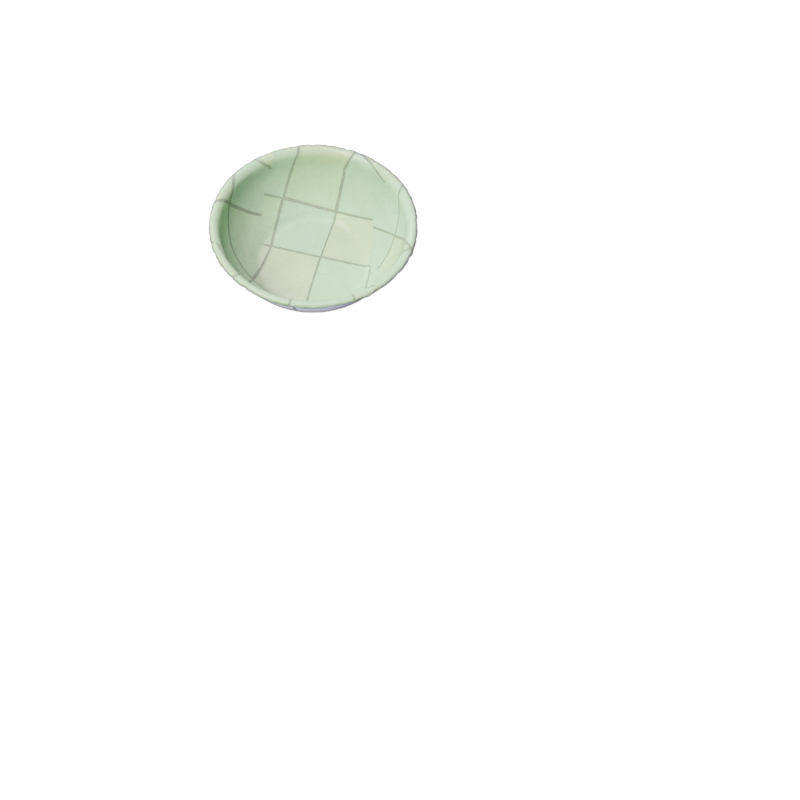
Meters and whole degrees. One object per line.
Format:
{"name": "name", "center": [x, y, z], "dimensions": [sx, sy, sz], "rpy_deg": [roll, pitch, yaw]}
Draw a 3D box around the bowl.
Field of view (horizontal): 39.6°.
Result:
{"name": "bowl", "center": [-0.068, -0.125, 0.874], "dimensions": [0.162, 0.174, 0.051], "rpy_deg": [-1, -35, -1]}
